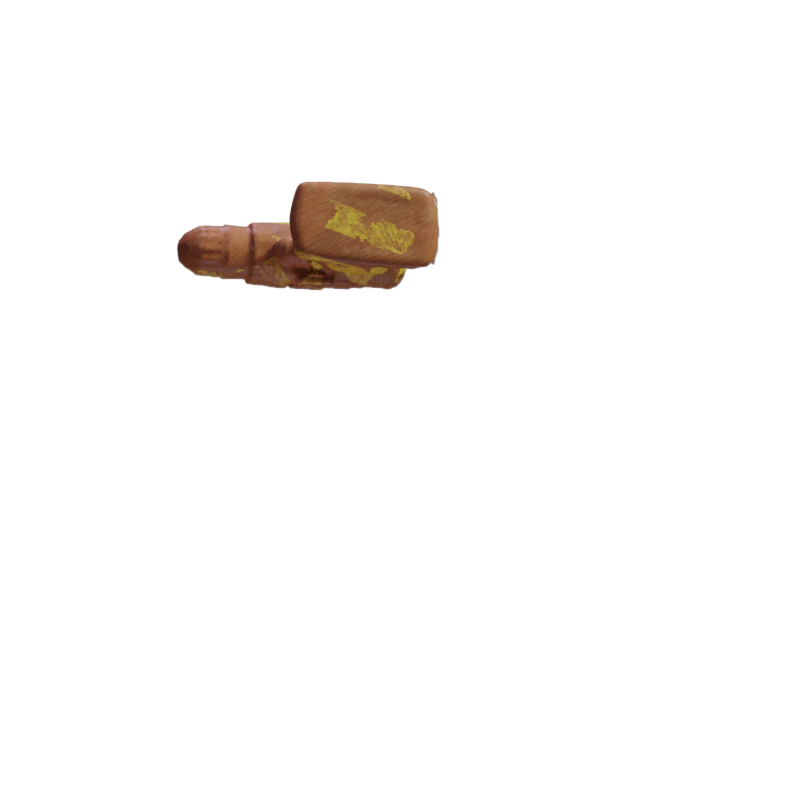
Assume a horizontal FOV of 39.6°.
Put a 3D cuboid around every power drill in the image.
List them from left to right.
[{"bbox_3d":[-0.064,-0.117,0.818,0.181,0.058,0.190,0,0,-16],"label":"power drill"}]
